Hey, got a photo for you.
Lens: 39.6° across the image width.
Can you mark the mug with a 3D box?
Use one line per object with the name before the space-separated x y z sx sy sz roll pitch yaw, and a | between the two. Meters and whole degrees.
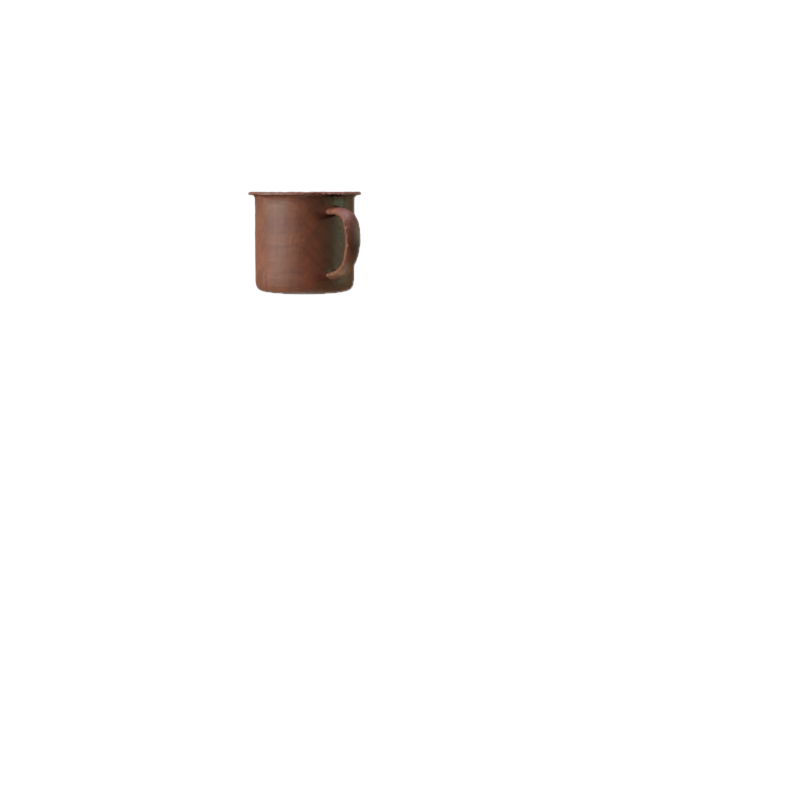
mug | -0.071 -0.129 0.902 0.090 0.081 0.123 -6 10 -39
